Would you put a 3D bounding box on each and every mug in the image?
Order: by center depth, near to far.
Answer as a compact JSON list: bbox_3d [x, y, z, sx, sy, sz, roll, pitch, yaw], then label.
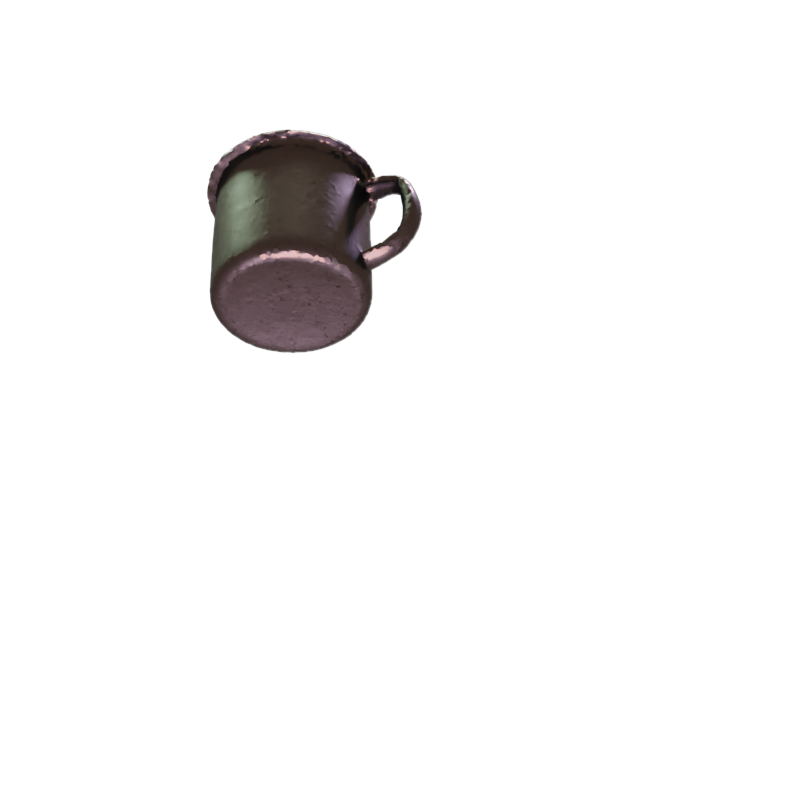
[{"bbox_3d":[-0.045,-0.082,0.572,0.118,0.087,0.086,-14,-42,14],"label":"mug"}]
